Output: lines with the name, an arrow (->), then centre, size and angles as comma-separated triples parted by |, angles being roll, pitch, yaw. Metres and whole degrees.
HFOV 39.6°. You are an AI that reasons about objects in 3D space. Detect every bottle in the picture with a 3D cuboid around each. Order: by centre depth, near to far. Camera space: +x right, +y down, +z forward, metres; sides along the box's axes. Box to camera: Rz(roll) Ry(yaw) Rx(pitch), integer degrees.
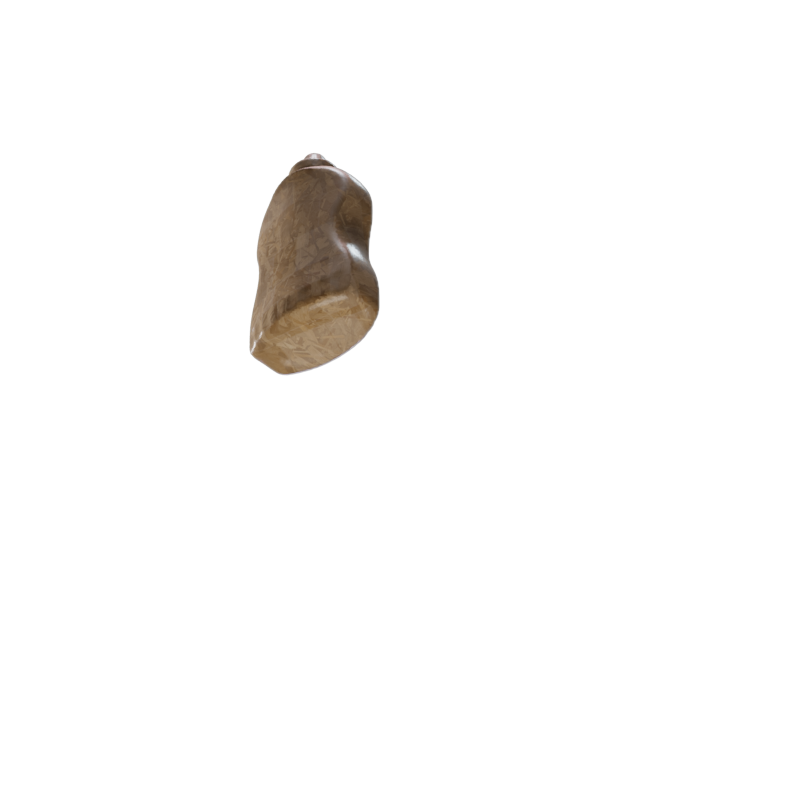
bottle -> -0.063, -0.115, 0.805 | 0.095, 0.206, 0.055 | -34, -51, 28
